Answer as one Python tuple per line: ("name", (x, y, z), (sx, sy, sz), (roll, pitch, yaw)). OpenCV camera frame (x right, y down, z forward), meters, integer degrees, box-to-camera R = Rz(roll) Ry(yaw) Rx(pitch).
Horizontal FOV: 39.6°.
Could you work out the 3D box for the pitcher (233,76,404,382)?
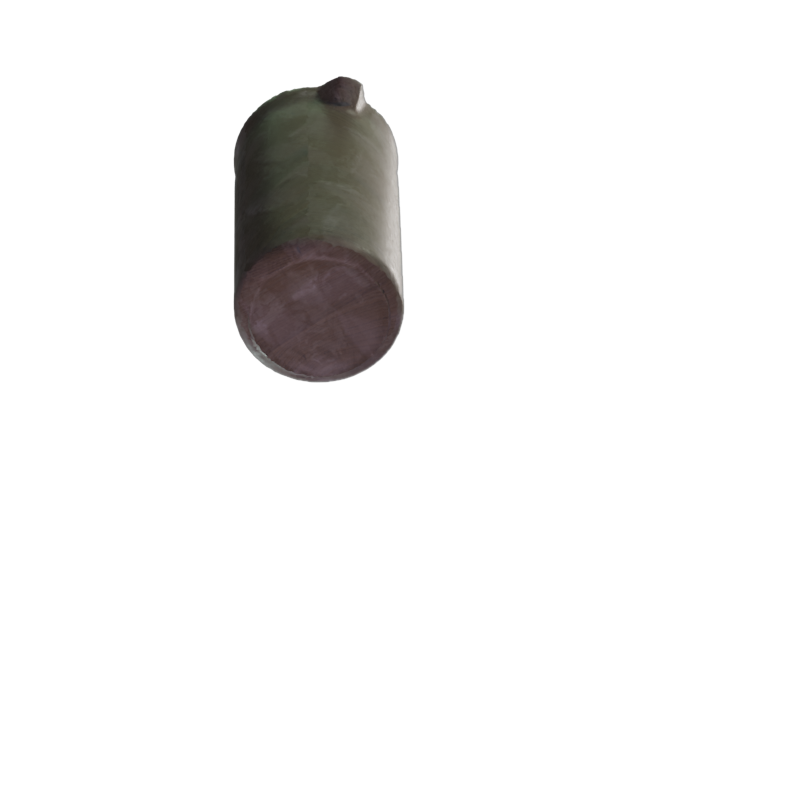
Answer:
("pitcher", (-0.063, -0.114, 0.800), (0.145, 0.139, 0.259), (-21, 32, 11))
